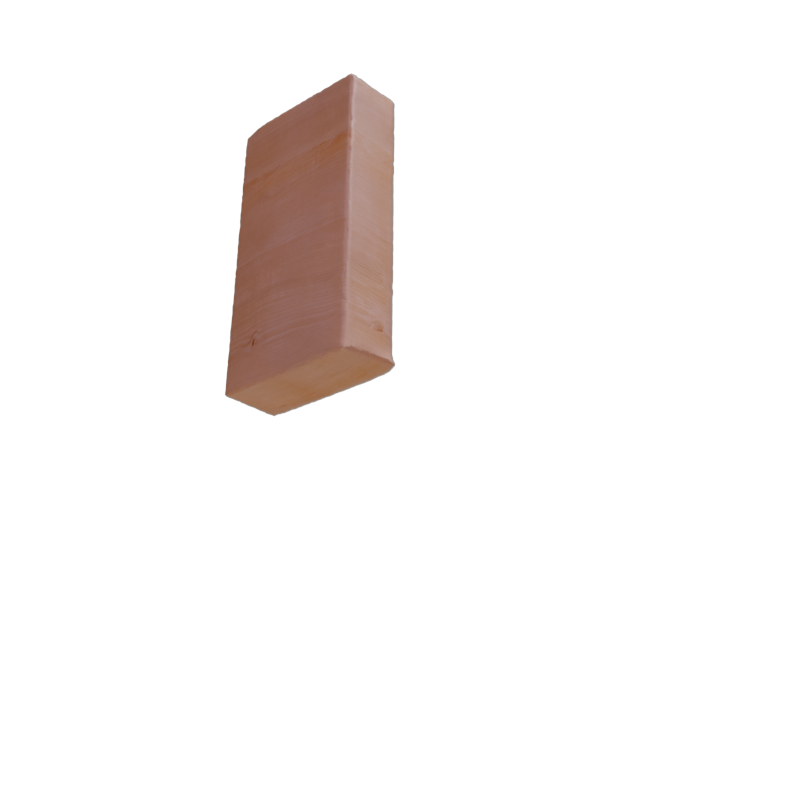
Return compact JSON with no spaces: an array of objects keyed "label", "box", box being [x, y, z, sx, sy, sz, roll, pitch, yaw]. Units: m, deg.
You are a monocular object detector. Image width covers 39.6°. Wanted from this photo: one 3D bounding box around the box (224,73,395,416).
[{"label":"box","box":[-0.049,-0.089,0.625,0.094,0.187,0.045,-24,-35,36]}]
